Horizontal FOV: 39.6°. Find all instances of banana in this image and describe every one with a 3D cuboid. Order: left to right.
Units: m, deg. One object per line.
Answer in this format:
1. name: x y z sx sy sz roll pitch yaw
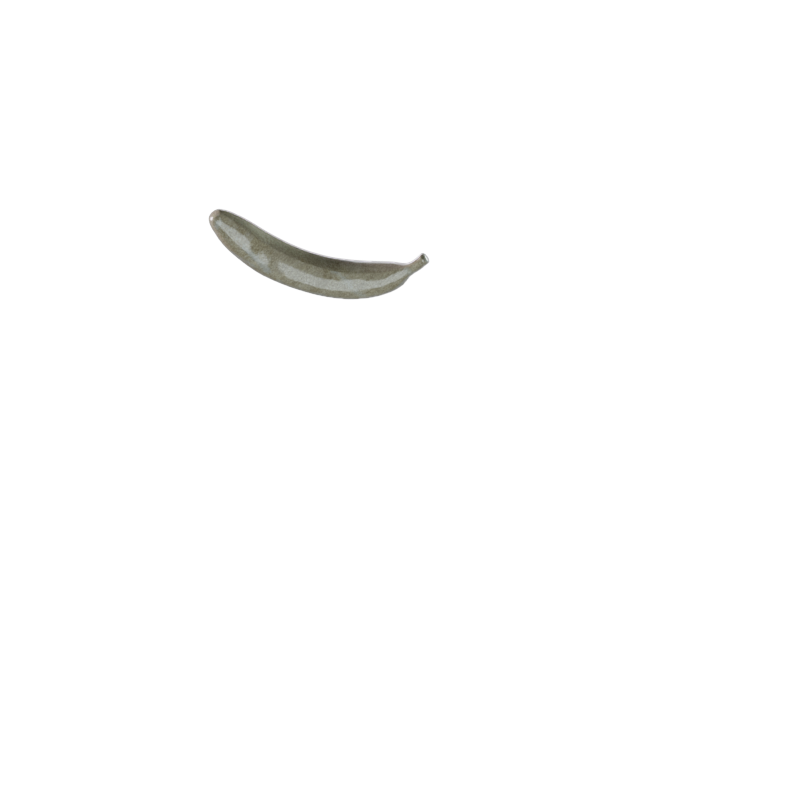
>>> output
1. banana: -0.078 -0.126 0.997 0.195 0.066 0.039 10 34 -7
